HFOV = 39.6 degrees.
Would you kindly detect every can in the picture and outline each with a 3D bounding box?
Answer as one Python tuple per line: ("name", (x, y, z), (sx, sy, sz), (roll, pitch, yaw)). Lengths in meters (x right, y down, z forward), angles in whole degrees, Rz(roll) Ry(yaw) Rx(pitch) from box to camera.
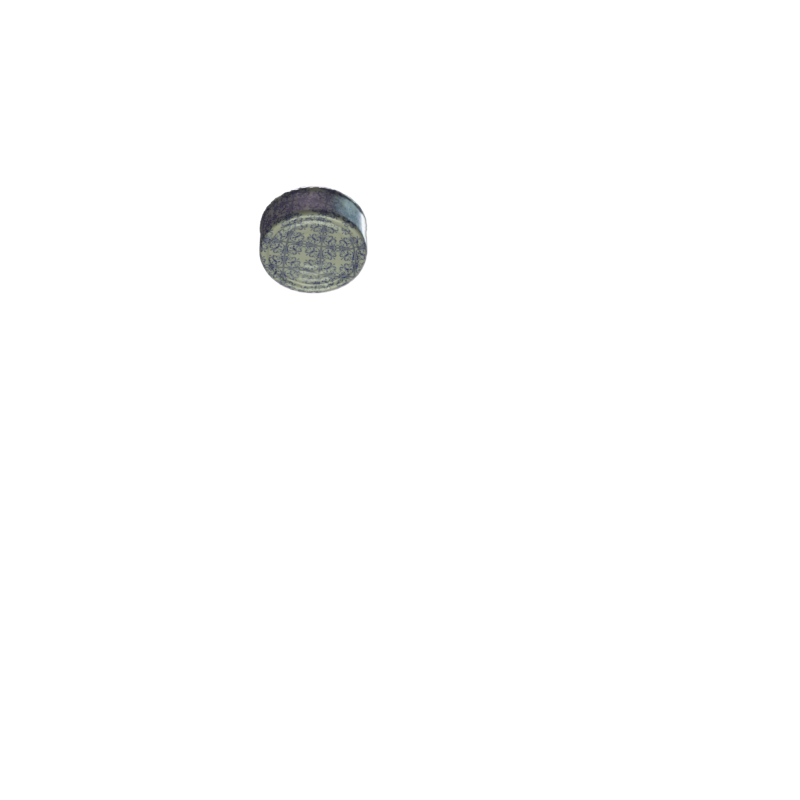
("can", (-0.068, -0.124, 0.871), (0.086, 0.080, 0.036), (1, 45, -1))
